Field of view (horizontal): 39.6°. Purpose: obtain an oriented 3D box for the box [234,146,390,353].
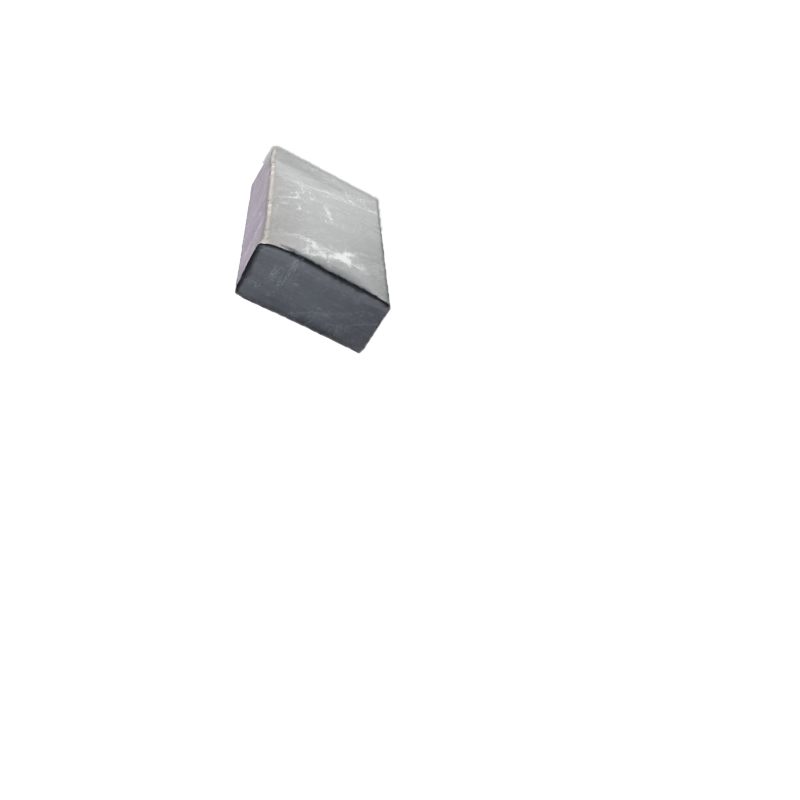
[{"bbox_3d":[-0.060,-0.108,0.761,0.091,0.047,0.186,25,24,-16],"label":"box"}]
